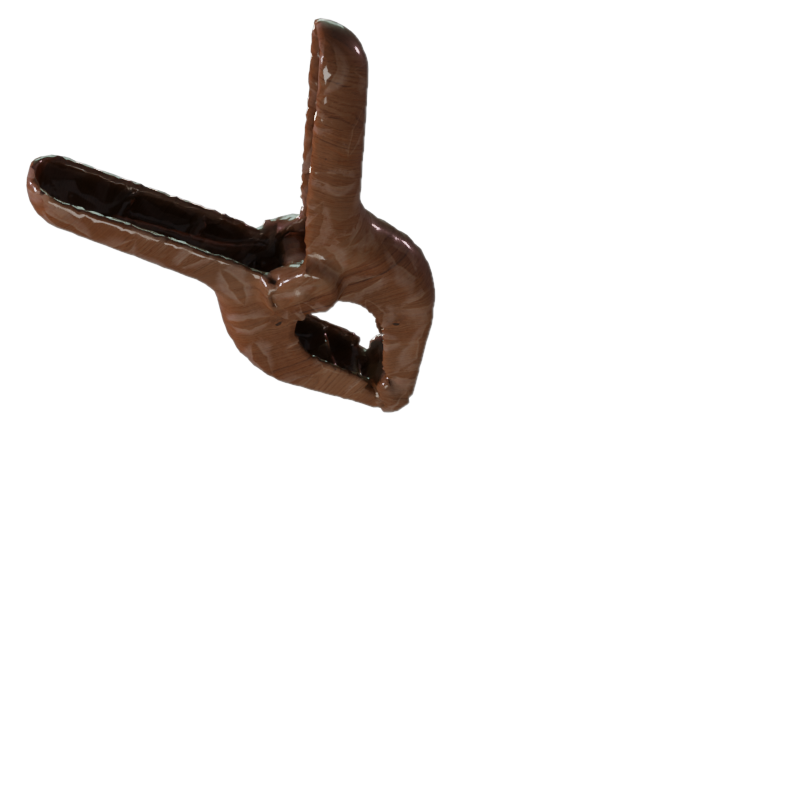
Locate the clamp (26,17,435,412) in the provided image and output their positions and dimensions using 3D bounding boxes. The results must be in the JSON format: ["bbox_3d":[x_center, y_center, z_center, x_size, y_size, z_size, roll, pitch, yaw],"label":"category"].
[{"bbox_3d":[-0.030,-0.056,0.390,0.121,0.042,0.159,-23,-42,28],"label":"clamp"}]
